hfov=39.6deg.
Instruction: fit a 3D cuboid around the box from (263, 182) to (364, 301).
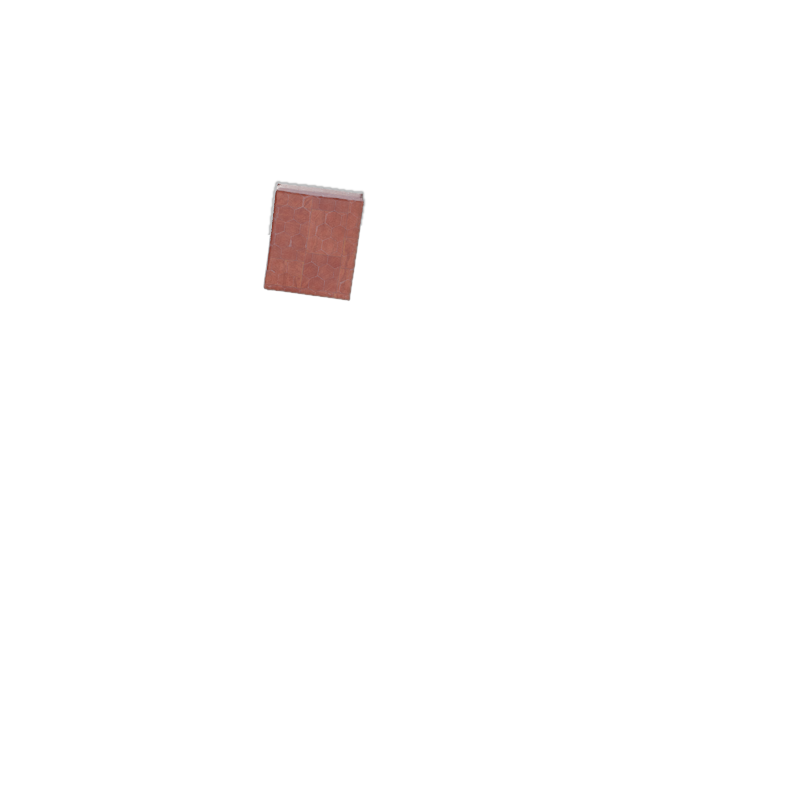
[{"bbox_3d":[-0.072,-0.130,0.914,0.073,0.086,0.031,7,19,-3],"label":"box"}]
